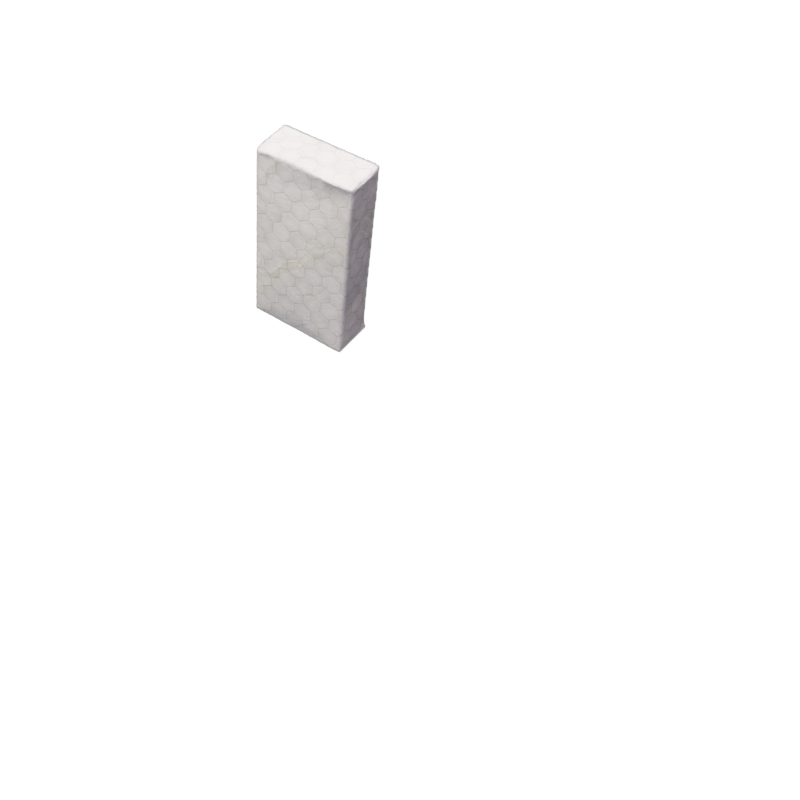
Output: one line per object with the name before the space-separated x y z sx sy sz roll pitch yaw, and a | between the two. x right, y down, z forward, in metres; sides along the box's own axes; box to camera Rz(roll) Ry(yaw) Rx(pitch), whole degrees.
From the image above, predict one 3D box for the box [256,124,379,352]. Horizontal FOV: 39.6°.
box | -0.071 -0.129 0.903 0.098 0.164 0.049 28 51 22
